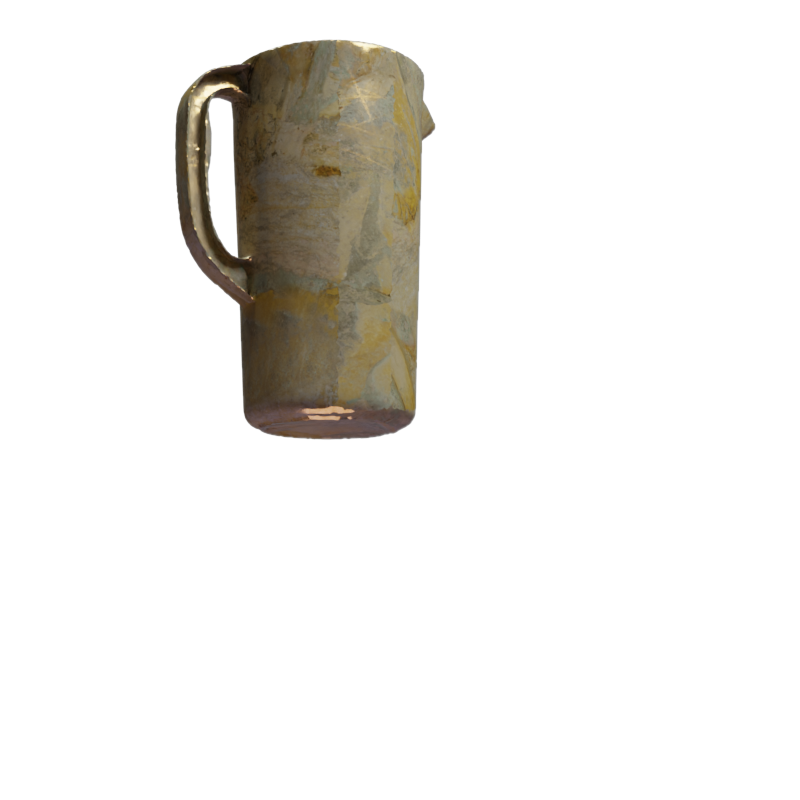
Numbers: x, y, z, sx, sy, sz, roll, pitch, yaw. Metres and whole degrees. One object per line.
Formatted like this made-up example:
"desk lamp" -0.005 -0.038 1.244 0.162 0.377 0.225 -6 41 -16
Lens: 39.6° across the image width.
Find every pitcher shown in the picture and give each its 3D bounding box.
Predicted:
"pitcher" -0.056 -0.103 0.721 0.151 0.253 0.137 -5 -16 13
